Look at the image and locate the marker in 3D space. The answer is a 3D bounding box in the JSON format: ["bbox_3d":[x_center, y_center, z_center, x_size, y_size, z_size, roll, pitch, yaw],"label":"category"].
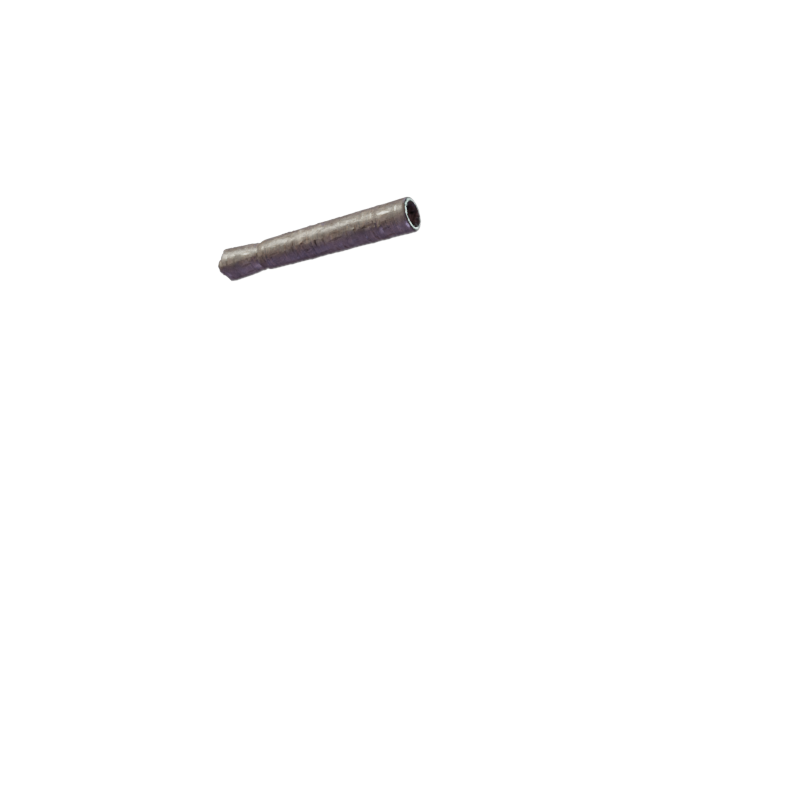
[{"bbox_3d":[-0.047,-0.085,0.596,0.123,0.020,0.019,-11,-2,28],"label":"marker"}]
